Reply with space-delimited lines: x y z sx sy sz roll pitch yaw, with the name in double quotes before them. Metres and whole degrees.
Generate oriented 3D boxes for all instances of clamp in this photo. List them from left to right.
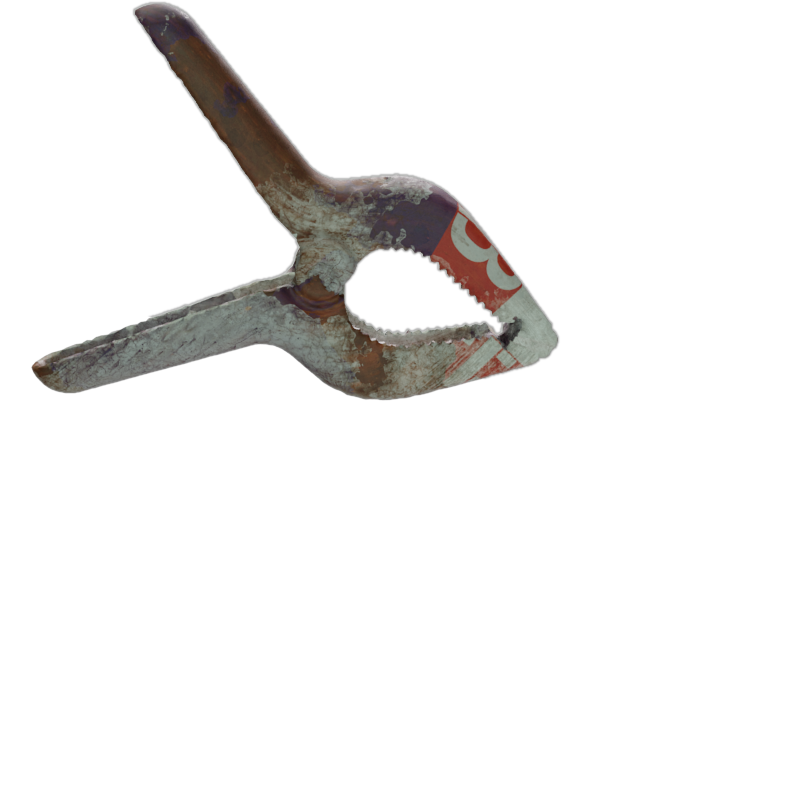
"clamp" -0.036 -0.065 0.454 0.209 0.161 0.037 11 12 -2
